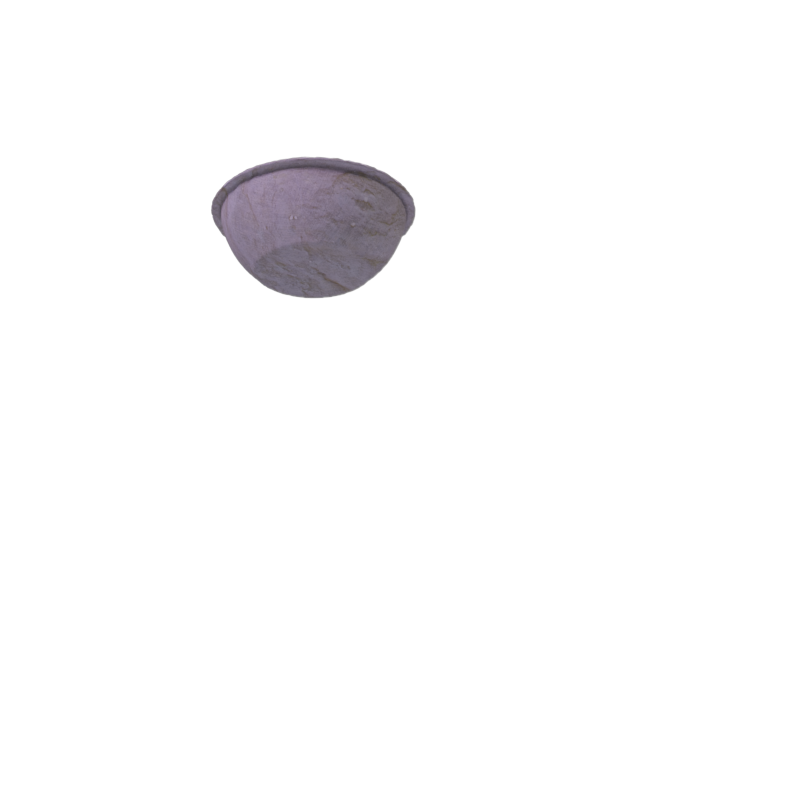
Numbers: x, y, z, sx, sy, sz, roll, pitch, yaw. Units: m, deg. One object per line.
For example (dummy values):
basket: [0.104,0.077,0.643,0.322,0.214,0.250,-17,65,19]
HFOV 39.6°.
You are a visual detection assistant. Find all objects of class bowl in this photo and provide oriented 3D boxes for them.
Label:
bowl: [-0.068,-0.124,0.868,0.162,0.058,0.153,1,-24,-2]
